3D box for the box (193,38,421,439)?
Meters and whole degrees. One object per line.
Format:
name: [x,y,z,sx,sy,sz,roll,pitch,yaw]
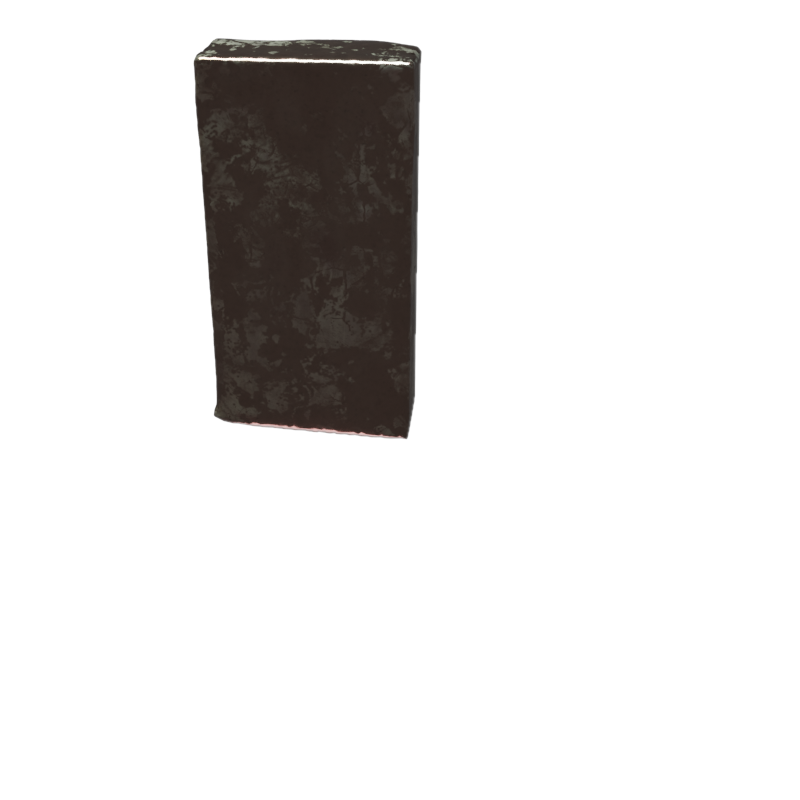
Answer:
box: [-0.039,-0.071,0.495,0.094,0.168,0.050,5,23,8]
